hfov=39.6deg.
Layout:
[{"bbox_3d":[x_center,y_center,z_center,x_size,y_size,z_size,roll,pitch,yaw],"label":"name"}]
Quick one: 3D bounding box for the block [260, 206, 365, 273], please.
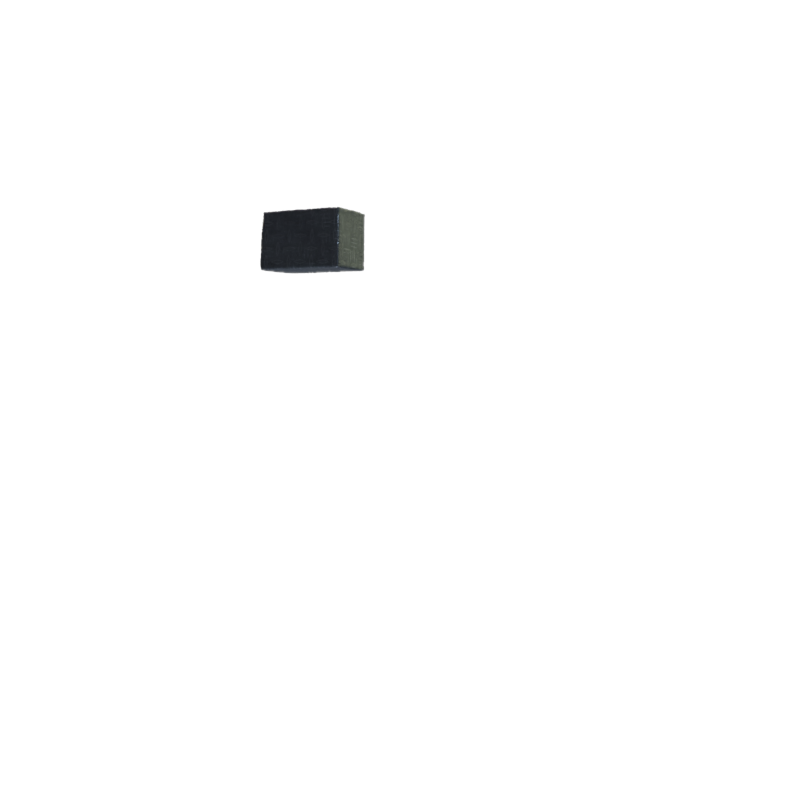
[{"bbox_3d":[-0.076,-0.138,0.970,0.080,0.052,0.051,0,-2,27],"label":"block"}]
